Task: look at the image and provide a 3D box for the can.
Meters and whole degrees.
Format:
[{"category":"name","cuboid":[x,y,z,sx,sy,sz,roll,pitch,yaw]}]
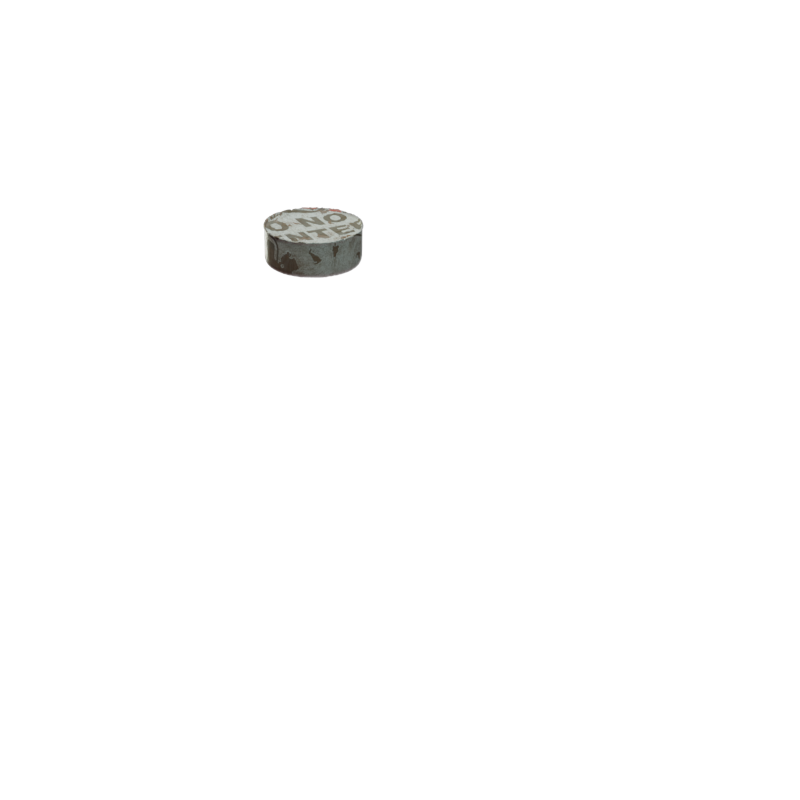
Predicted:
[{"category":"can","cuboid":[-0.075,-0.137,0.956,0.086,0.032,0.091,-1,28,-2]}]
